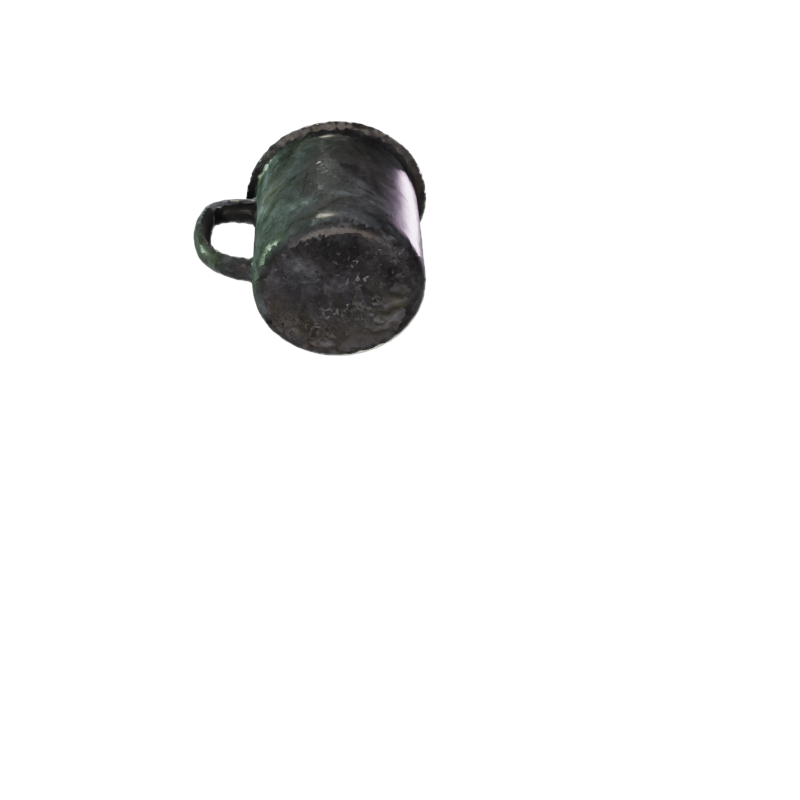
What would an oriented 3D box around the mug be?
[{"bbox_3d":[-0.042,-0.077,0.543,0.116,0.088,0.087,5,39,-5],"label":"mug"}]
